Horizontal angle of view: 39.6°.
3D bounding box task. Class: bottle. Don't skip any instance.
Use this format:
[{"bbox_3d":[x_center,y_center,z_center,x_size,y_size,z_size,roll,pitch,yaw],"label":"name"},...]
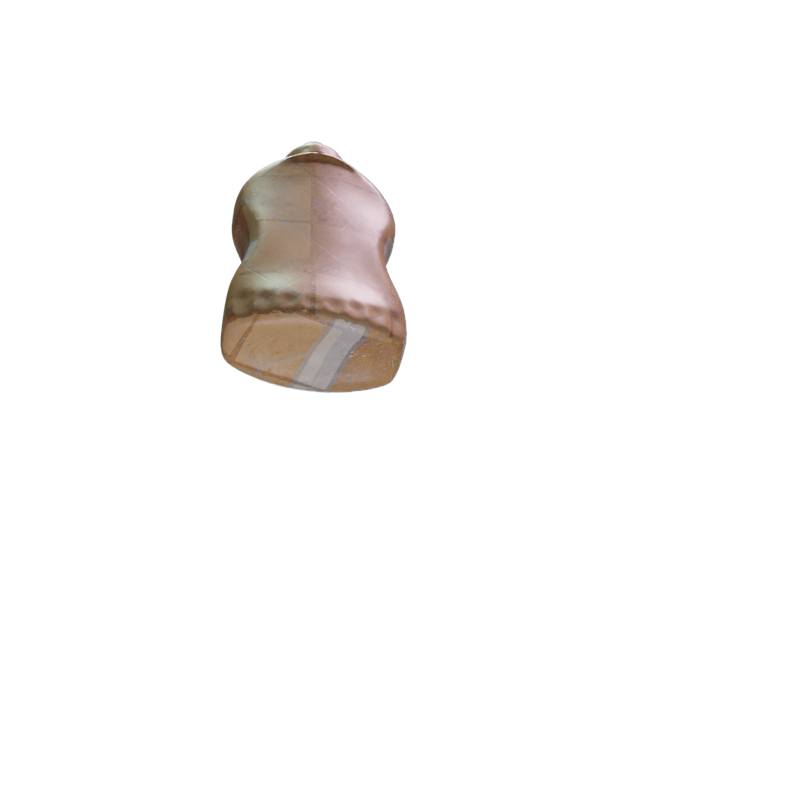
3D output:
[{"bbox_3d":[-0.050,-0.091,0.643,0.095,0.055,0.206,5,42,-8],"label":"bottle"}]
